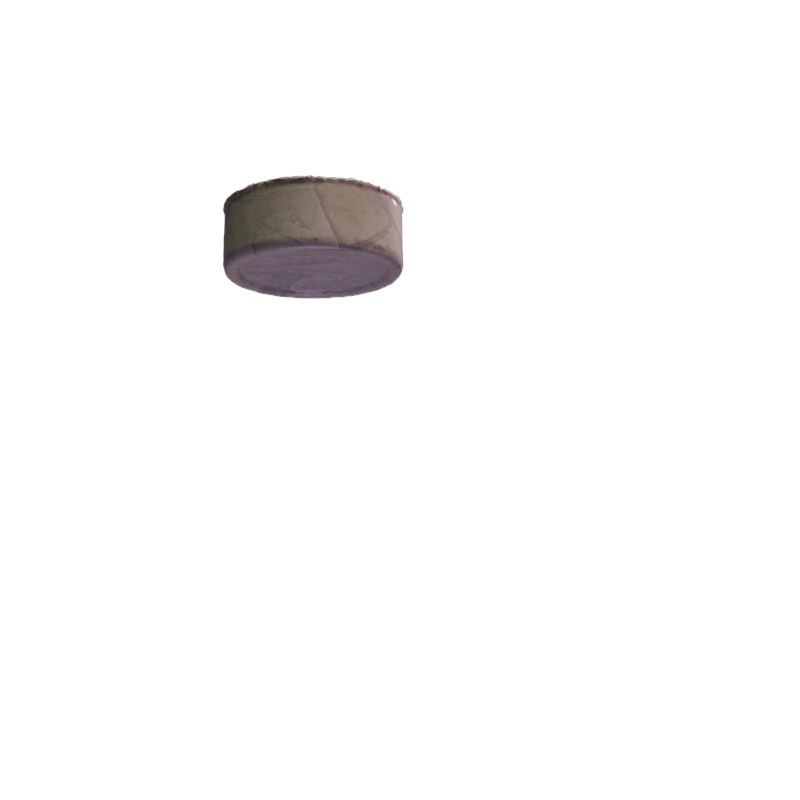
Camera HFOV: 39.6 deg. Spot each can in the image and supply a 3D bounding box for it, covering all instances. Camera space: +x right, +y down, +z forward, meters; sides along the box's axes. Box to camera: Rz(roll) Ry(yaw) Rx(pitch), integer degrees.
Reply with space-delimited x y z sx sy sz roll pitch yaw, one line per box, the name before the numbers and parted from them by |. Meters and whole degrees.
can | -0.041 -0.075 0.523 0.086 0.035 0.083 0 -12 -2
